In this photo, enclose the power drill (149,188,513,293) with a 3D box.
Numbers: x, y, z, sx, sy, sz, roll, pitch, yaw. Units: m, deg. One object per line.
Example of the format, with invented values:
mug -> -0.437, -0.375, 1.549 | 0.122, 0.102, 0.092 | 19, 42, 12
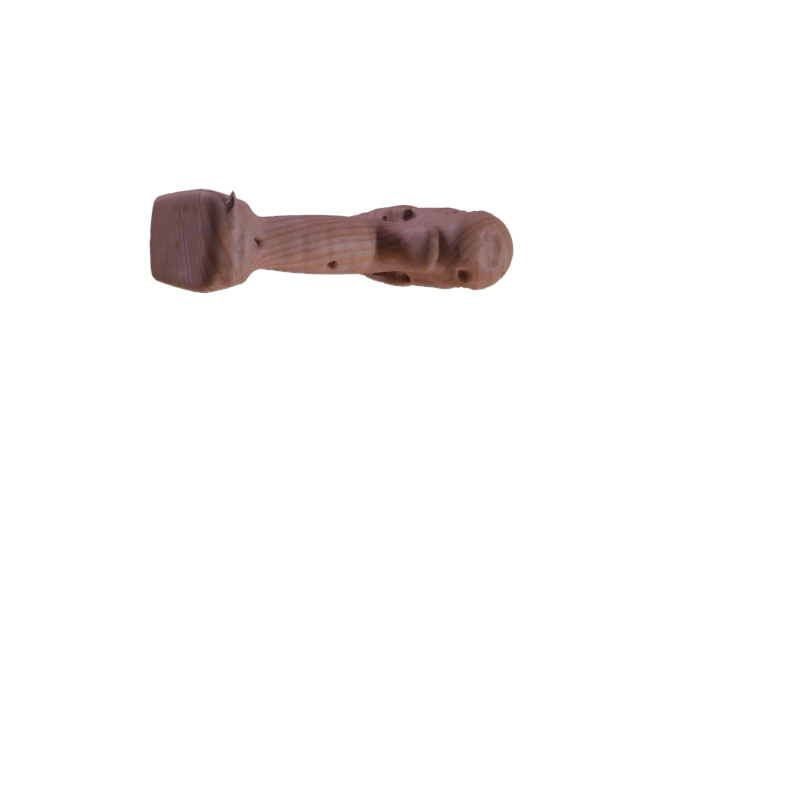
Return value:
power drill -> -0.053, -0.097, 0.676 | 0.182, 0.057, 0.191 | -4, 8, -27
